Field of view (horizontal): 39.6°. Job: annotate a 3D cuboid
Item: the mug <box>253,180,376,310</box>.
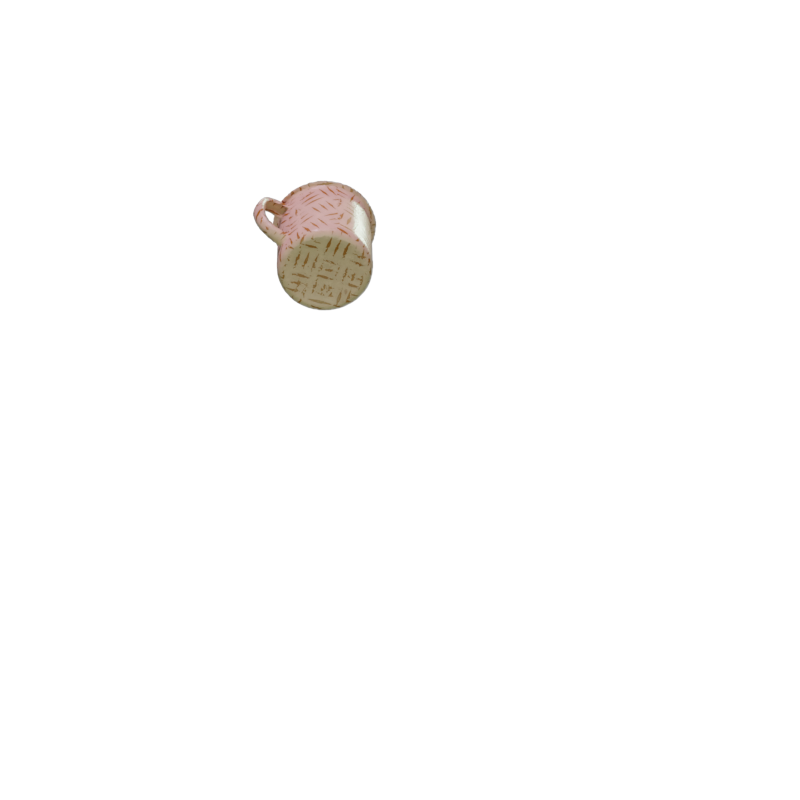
[{"bbox_3d":[-0.075,-0.137,0.960,0.112,0.091,0.087,31,27,-19],"label":"mug"}]
